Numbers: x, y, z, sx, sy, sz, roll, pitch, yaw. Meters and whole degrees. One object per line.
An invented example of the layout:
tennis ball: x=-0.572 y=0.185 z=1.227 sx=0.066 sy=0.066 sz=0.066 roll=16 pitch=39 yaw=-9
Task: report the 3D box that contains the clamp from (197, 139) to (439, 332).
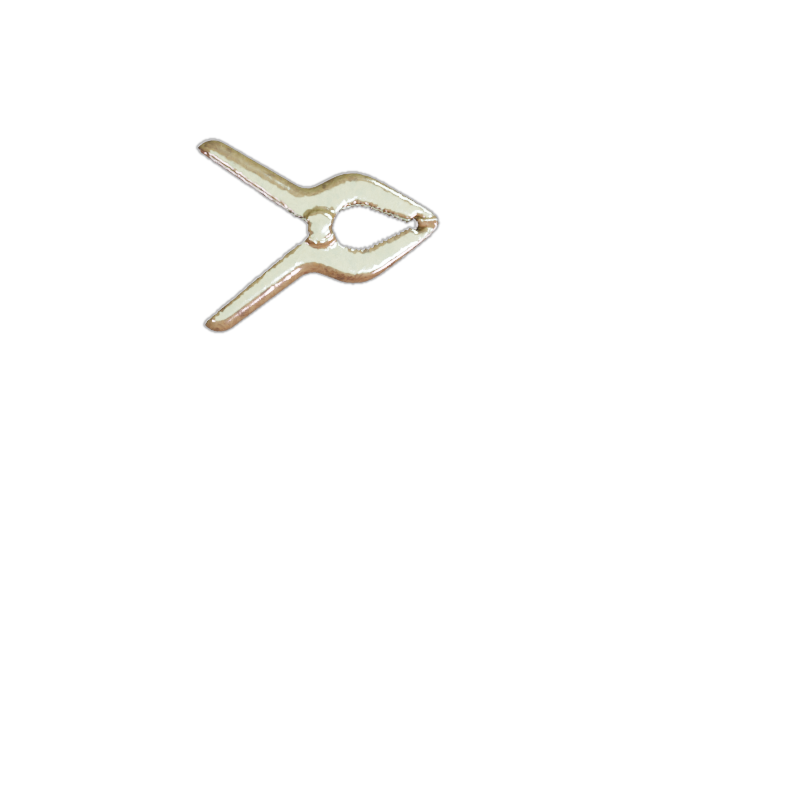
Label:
clamp: x=-0.074 y=-0.135 z=0.946 sx=0.210 sy=0.167 sz=0.036 roll=4 pitch=-5 yaw=0
